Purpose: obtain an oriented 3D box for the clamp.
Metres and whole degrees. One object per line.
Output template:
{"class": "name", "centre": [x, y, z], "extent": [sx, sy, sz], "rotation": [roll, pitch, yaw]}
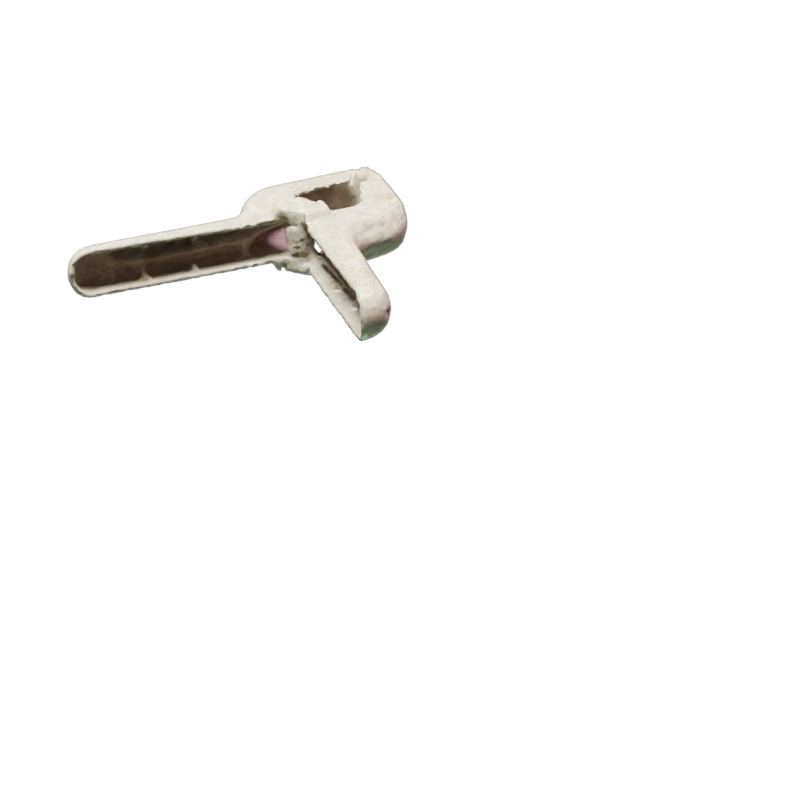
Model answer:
{"class": "clamp", "centre": [-0.046, -0.083, 0.583], "extent": [0.172, 0.035, 0.211], "rotation": [13, 28, 26]}
